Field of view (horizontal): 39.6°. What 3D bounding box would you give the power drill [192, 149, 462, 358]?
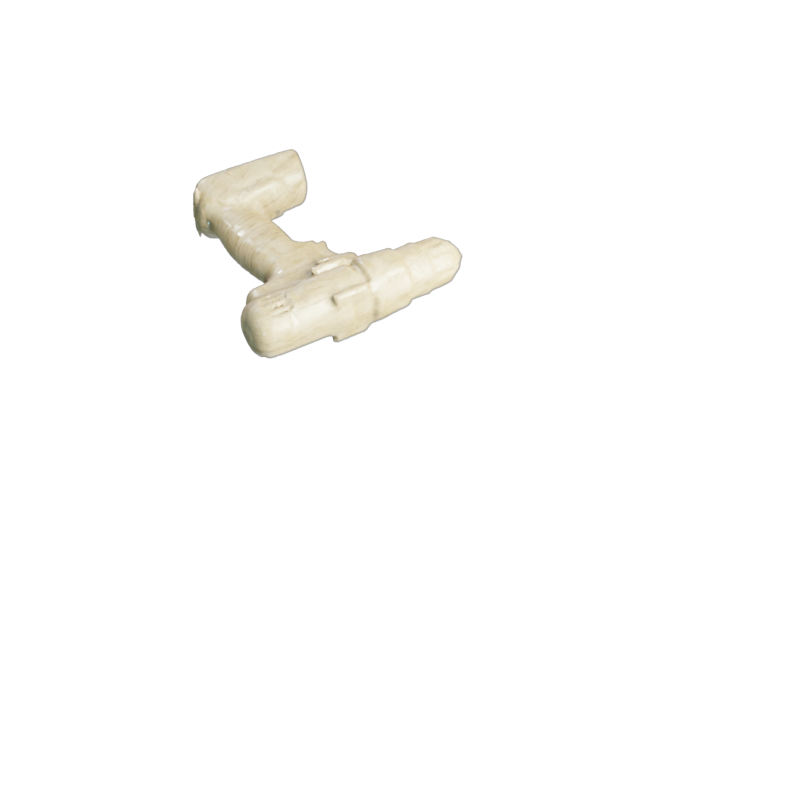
[{"bbox_3d":[-0.069,-0.127,0.887,0.183,0.053,0.203,-22,48,-22],"label":"power drill"}]
